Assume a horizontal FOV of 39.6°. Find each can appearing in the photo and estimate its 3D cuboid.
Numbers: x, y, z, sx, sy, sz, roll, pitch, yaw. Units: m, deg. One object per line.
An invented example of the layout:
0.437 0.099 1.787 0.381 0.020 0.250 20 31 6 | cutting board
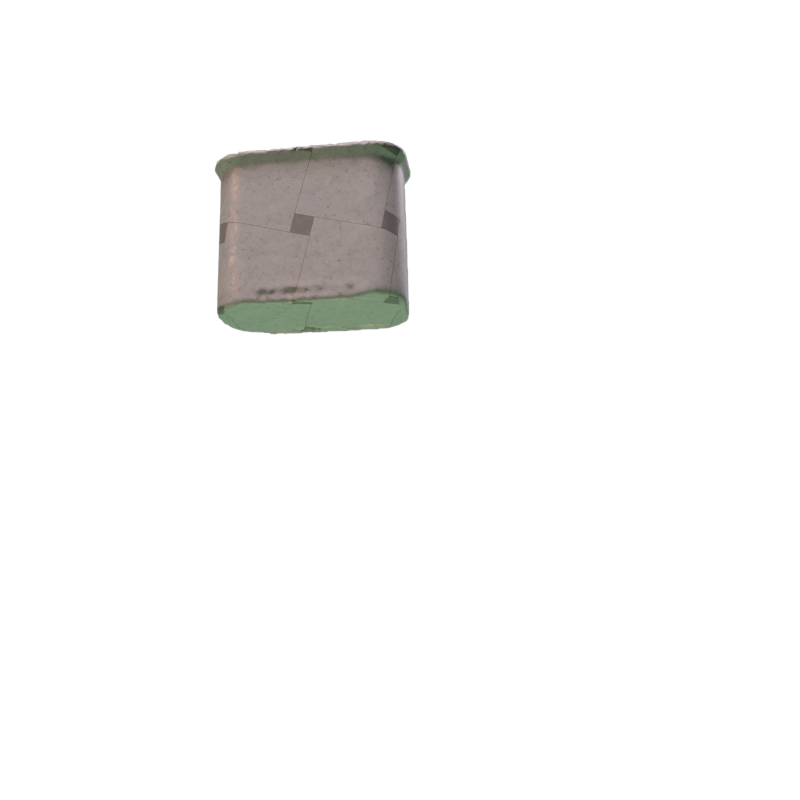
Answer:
-0.045 -0.082 0.576 0.103 0.088 0.054 -3 -19 8 | can
